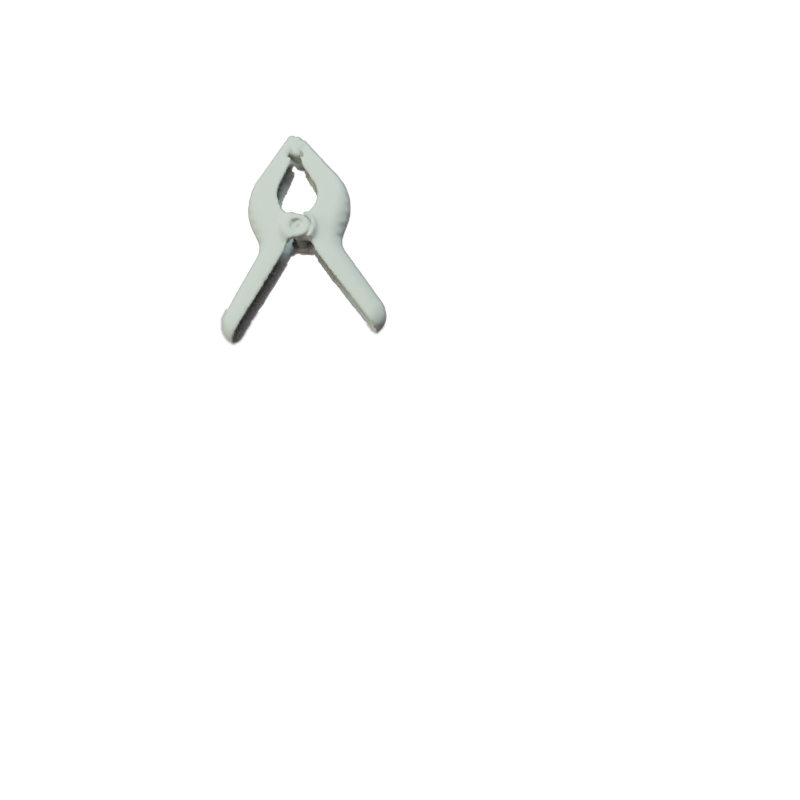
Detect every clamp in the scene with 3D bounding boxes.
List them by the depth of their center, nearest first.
[{"bbox_3d":[-0.066,-0.120,0.843,0.120,0.180,0.037,5,-21,1],"label":"clamp"}]
